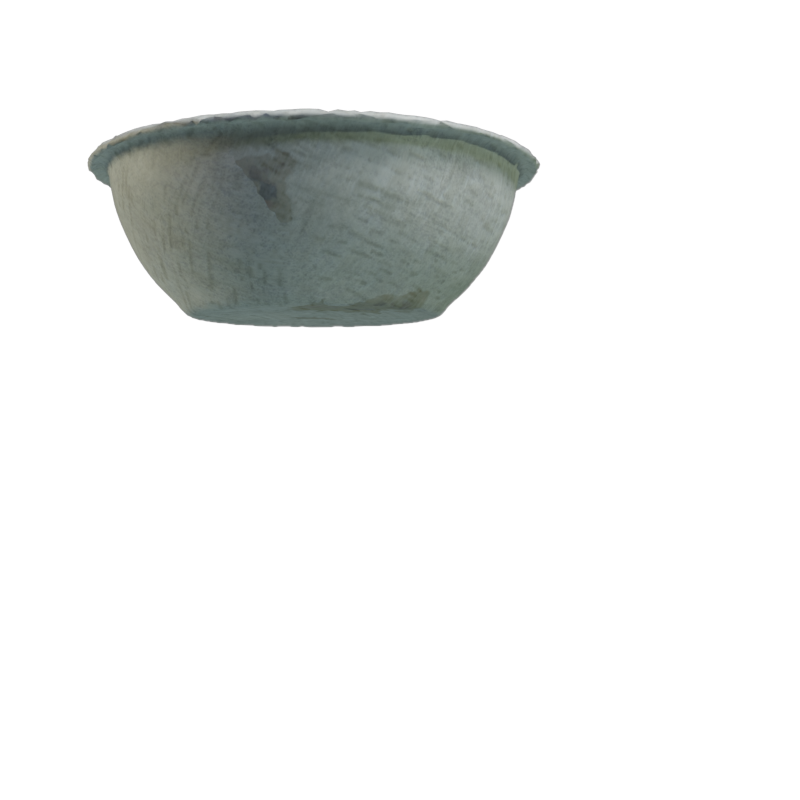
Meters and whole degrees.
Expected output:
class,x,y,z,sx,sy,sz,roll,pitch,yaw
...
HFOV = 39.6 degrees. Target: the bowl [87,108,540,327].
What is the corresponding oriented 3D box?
class,x,y,z,sx,sy,sz,roll,pitch,yaw
bowl,-0.031,-0.057,0.401,0.162,0.056,0.160,0,-2,-2
